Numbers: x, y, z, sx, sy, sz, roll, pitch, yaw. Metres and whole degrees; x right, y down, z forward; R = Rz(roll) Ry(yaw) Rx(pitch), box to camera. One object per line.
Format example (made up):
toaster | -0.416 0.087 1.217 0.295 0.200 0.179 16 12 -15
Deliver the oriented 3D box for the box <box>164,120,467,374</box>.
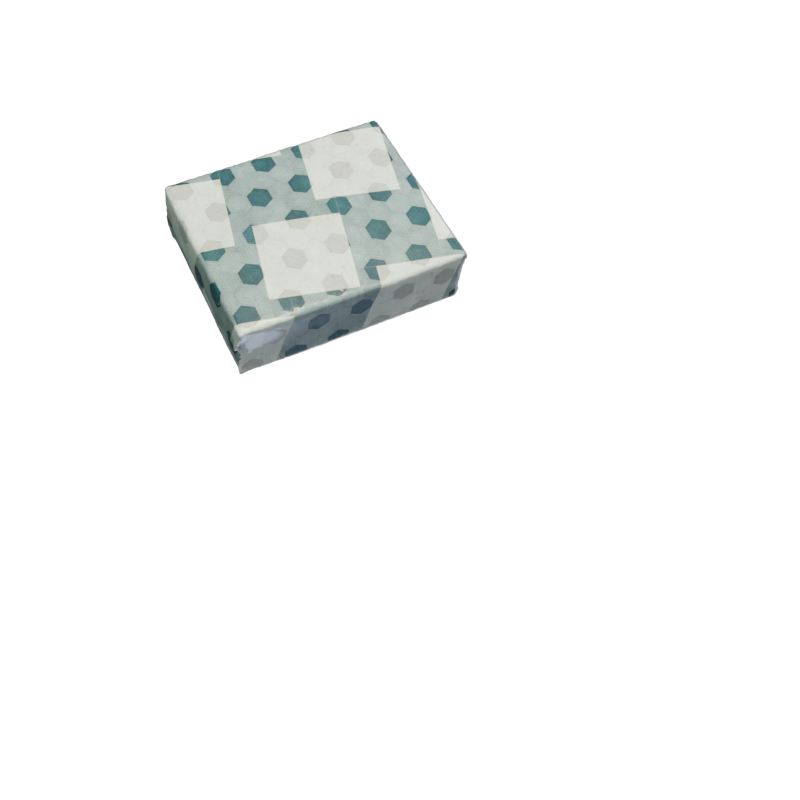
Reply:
box | -0.040 -0.073 0.511 0.113 0.097 0.036 -22 -31 -15
